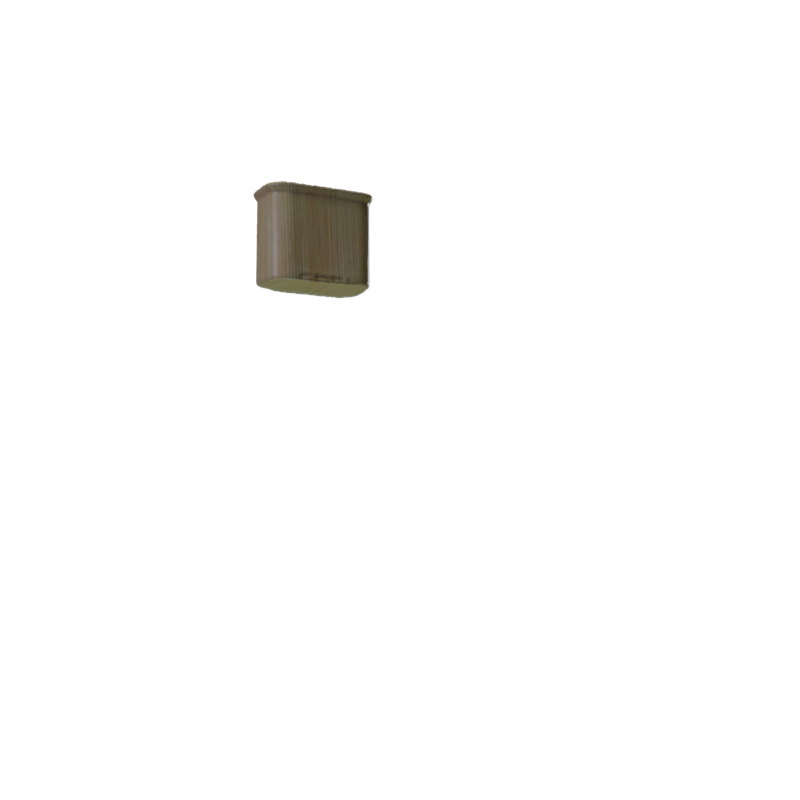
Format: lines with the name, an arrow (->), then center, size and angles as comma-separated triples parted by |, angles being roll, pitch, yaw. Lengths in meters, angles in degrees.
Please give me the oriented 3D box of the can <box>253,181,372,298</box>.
can -> -0.075, -0.137, 0.957 | 0.098, 0.087, 0.058 | 5, -13, -26
